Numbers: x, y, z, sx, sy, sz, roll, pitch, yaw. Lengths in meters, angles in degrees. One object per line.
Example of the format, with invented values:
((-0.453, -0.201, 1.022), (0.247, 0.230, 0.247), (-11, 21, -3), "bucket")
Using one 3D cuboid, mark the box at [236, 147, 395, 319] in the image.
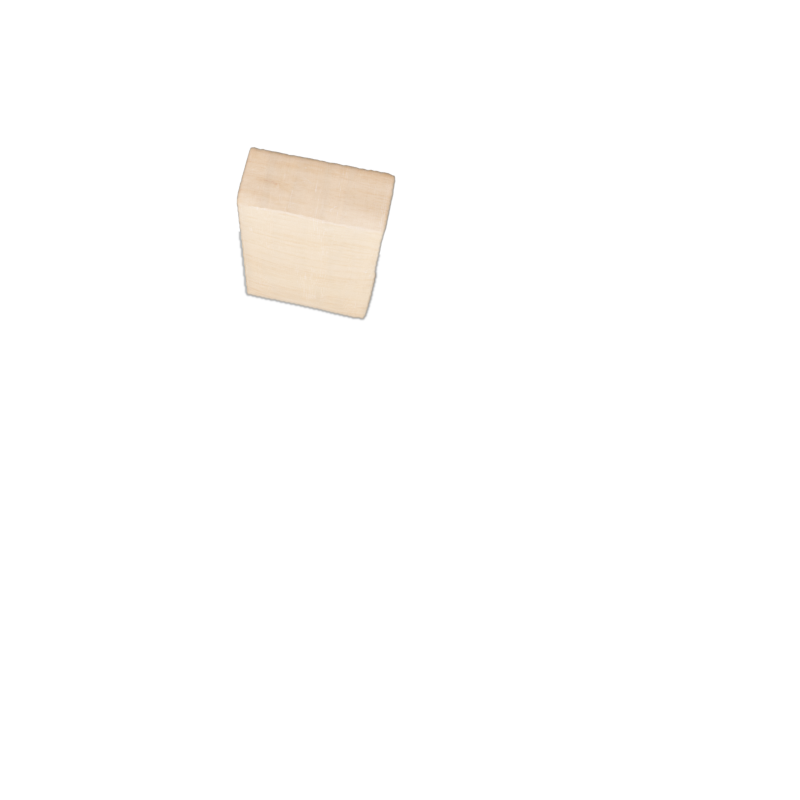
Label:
((-0.058, -0.106, 0.742), (0.094, 0.050, 0.170), (12, -12, -1), "box")
